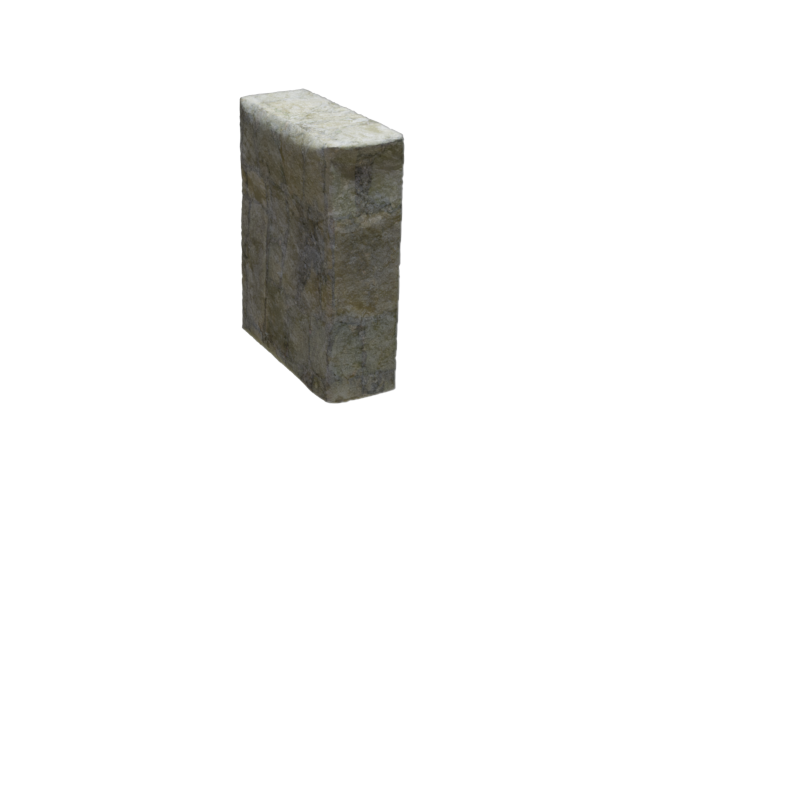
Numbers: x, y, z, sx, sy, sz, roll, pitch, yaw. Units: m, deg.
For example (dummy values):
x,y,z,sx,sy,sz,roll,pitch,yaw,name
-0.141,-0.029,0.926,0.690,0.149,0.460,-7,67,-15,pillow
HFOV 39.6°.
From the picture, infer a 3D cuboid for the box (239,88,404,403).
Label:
x,y,z,sx,sy,sz,roll,pitch,yaw,name
-0.070,-0.128,0.897,0.070,0.203,0.176,-11,28,-28,box
